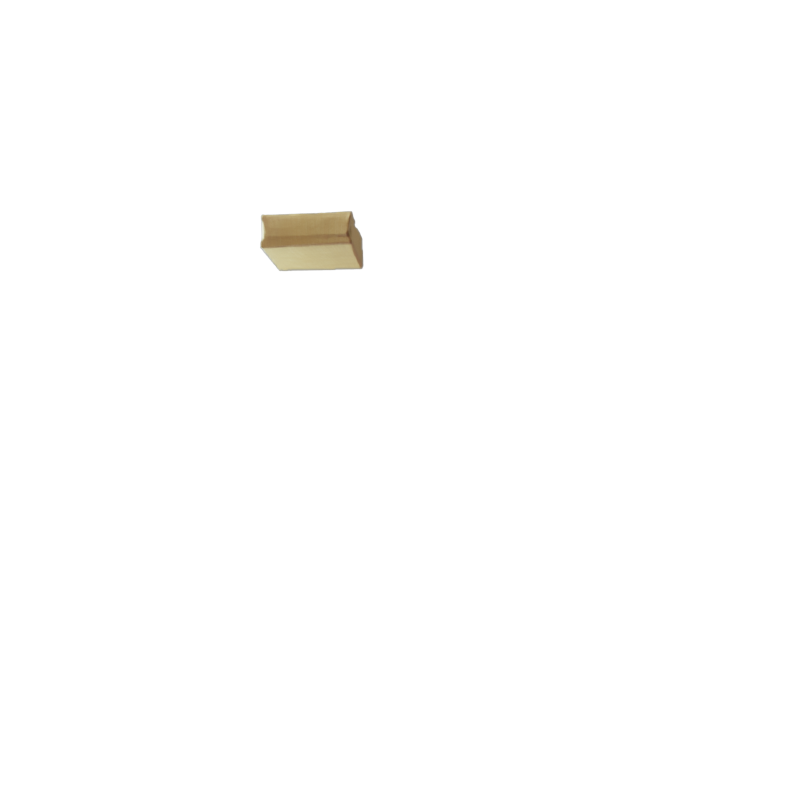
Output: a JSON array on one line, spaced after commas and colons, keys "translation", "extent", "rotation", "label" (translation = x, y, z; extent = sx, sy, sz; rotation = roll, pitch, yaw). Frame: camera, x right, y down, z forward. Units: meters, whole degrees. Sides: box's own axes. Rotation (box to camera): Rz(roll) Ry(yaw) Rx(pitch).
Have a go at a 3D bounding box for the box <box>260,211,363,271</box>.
[{"translation": [-0.071, -0.129, 0.901], "extent": [0.074, 0.031, 0.086], "rotation": [-1, -8, 6], "label": "box"}]
